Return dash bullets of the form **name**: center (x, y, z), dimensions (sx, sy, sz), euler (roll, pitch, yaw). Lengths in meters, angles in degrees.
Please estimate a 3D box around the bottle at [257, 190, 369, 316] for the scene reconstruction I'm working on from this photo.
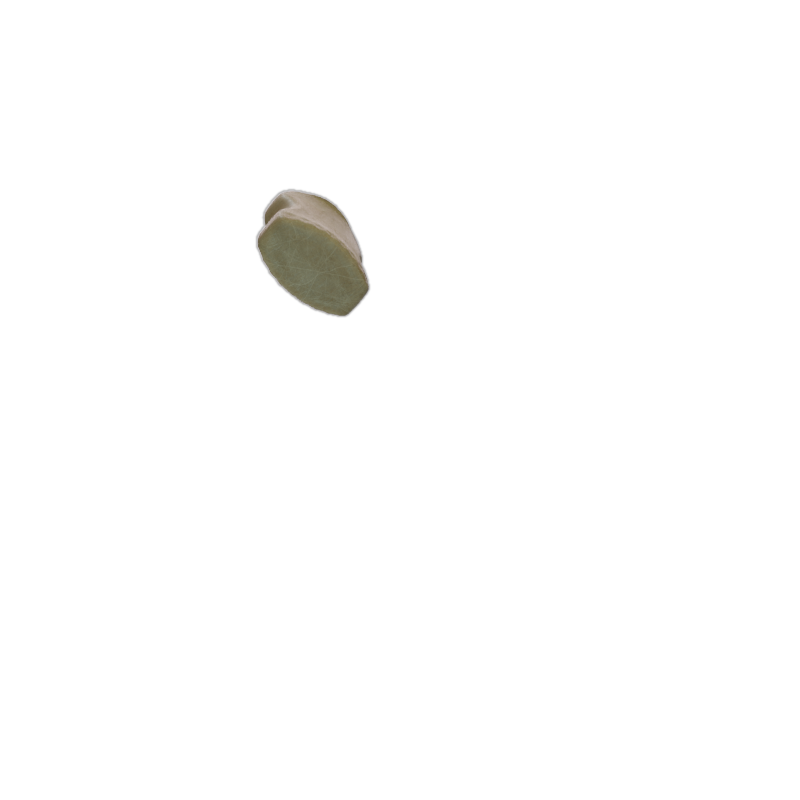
- **bottle**: center (-0.075, -0.137, 0.958), dimensions (0.093, 0.058, 0.200), euler (36, 14, -14)
